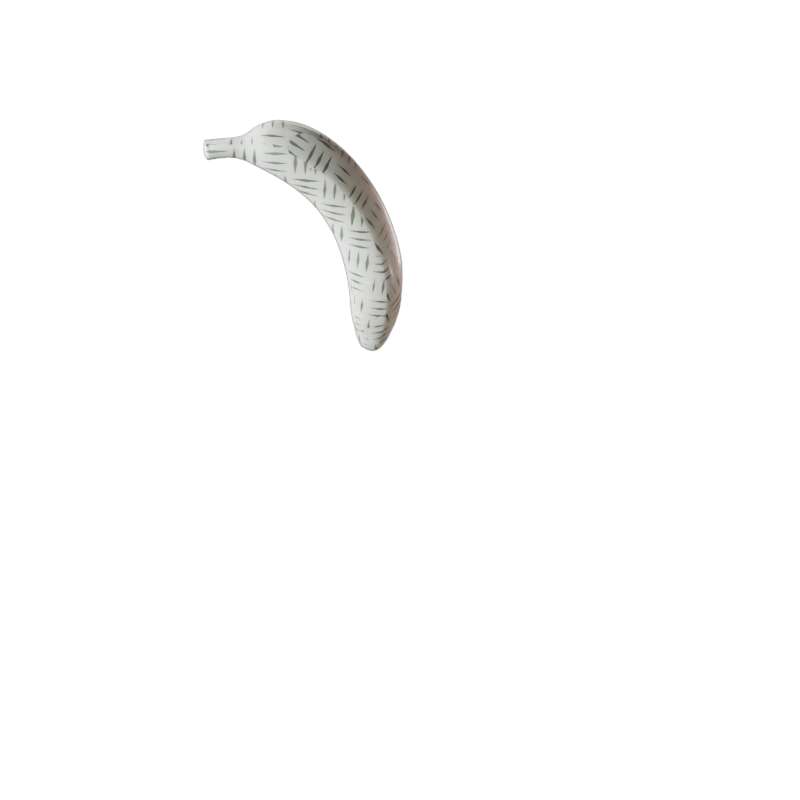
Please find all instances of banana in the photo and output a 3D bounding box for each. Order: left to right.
[{"bbox_3d":[-0.041,-0.110,0.694,0.070,0.184,0.039,-25,36,19],"label":"banana"}]
